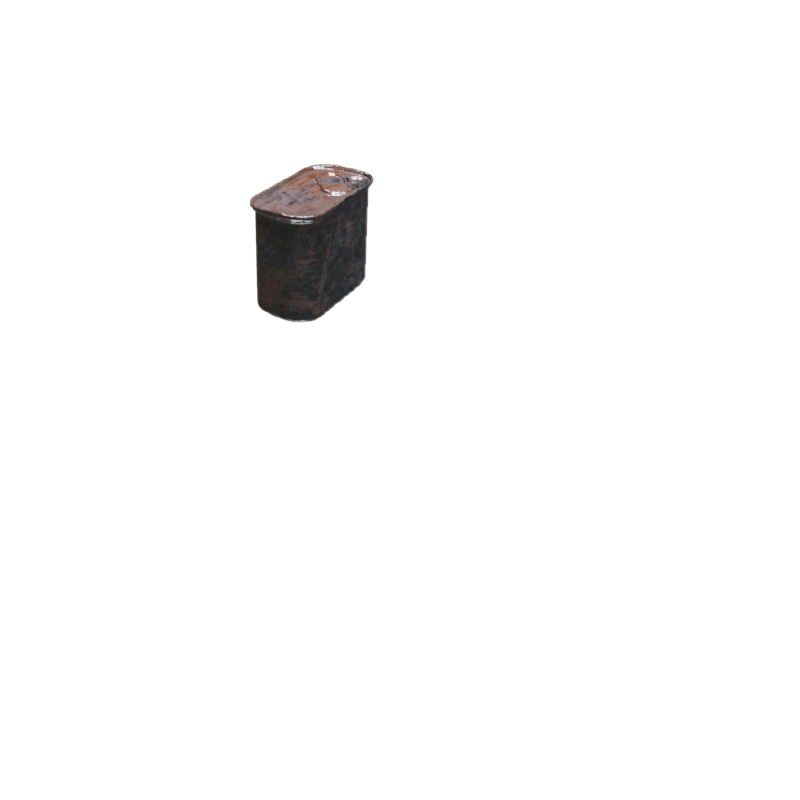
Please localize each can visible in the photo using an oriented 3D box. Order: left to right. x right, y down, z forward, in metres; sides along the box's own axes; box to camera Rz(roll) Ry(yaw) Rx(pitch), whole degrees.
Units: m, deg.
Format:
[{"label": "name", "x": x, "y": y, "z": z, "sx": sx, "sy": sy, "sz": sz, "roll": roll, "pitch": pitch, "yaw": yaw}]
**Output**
[{"label": "can", "x": -0.063, "y": -0.115, "z": 0.806, "sx": 0.060, "sy": 0.079, "sz": 0.103, "roll": 15, "pitch": 32, "yaw": 24}]
